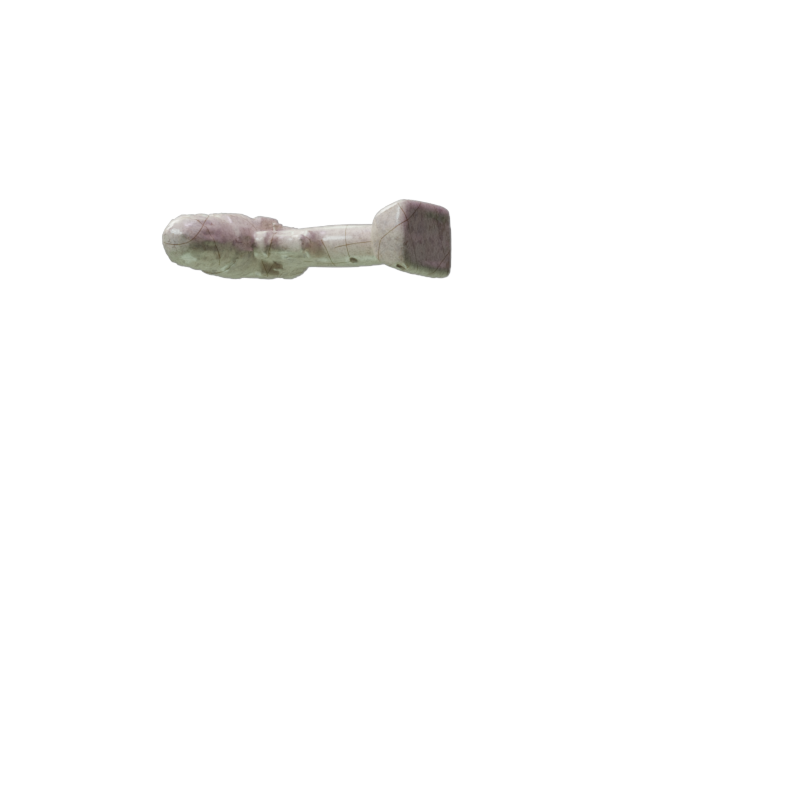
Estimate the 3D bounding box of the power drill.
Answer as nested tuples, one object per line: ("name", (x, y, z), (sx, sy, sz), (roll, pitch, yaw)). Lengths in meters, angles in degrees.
("power drill", (-0.067, -0.123, 0.860), (0.194, 0.057, 0.179), (2, 5, 26))
